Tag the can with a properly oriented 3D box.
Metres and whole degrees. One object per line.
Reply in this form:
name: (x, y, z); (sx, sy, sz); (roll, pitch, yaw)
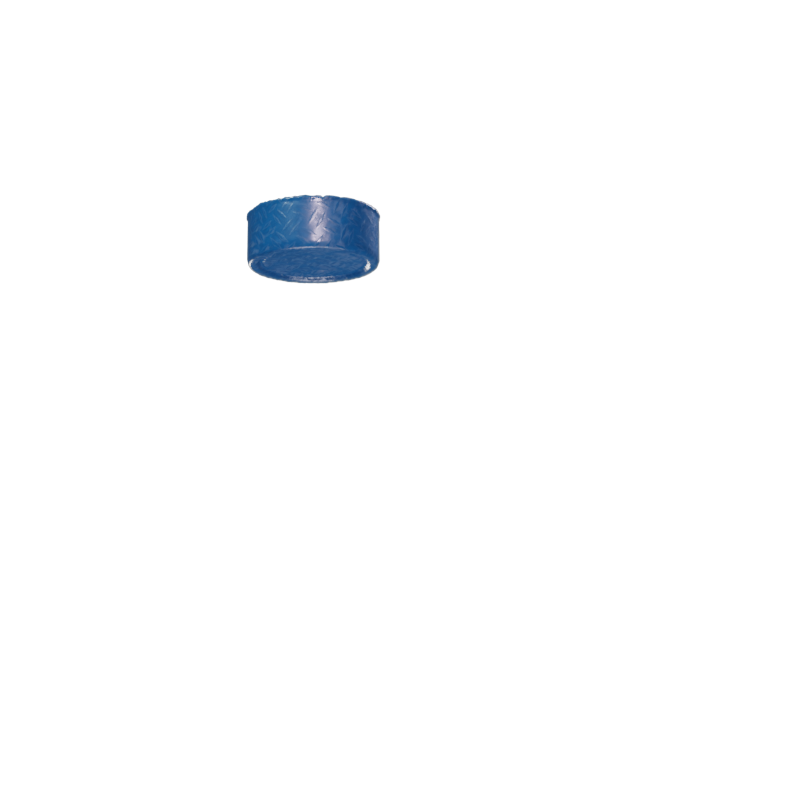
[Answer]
can: (-0.055, -0.101, 0.708); (0.086, 0.035, 0.083); (0, -11, -2)
